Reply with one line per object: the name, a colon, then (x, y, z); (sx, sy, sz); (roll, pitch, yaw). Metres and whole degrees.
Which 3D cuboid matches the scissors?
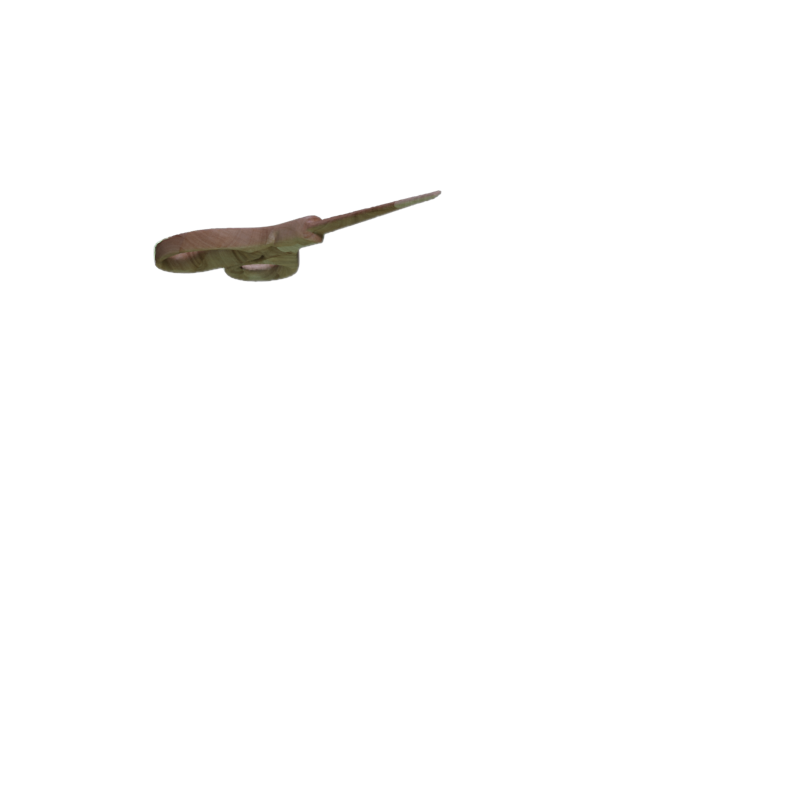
scissors: (-0.050, -0.090, 0.634); (0.207, 0.016, 0.091); (-4, -8, 29)
